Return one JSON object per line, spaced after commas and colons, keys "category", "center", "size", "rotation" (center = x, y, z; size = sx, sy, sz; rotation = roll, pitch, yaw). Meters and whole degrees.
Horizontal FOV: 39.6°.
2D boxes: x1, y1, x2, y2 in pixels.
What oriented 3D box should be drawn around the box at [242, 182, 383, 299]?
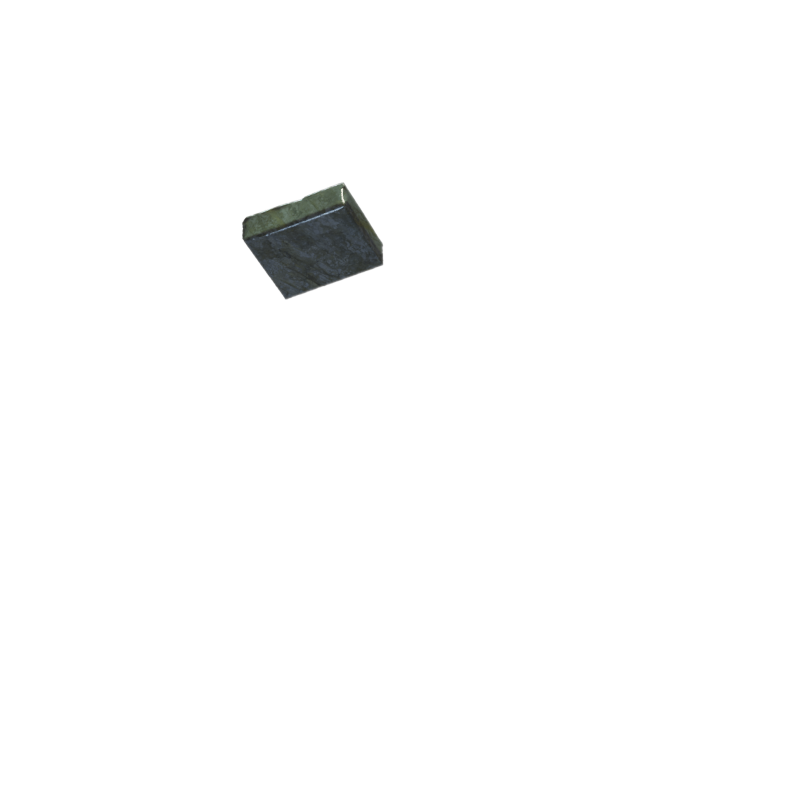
{"category": "box", "center": [-0.068, -0.123, 0.862], "size": [0.090, 0.032, 0.067], "rotation": [-17, -44, 18]}
